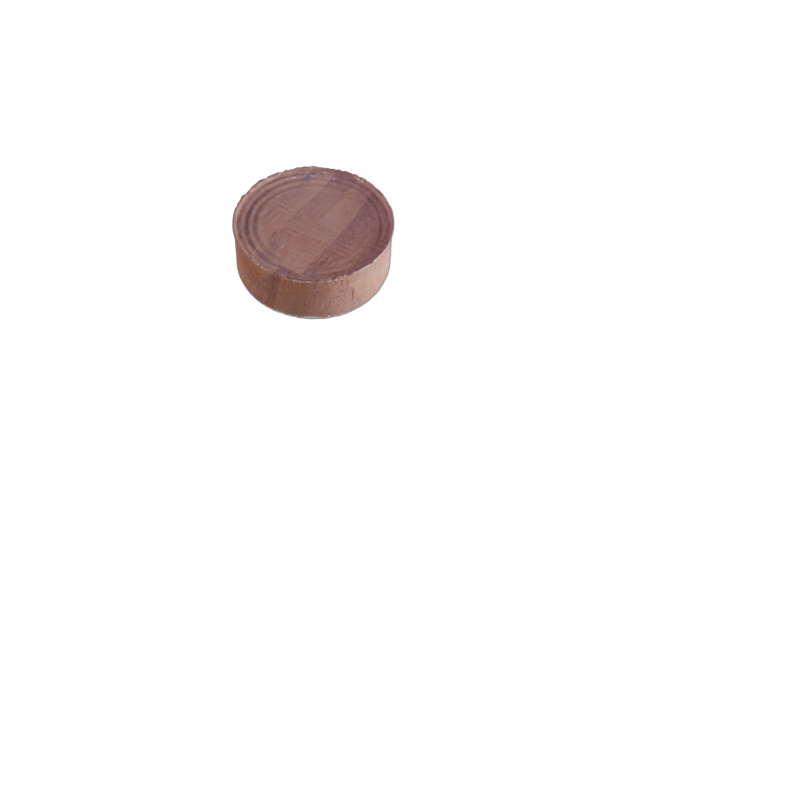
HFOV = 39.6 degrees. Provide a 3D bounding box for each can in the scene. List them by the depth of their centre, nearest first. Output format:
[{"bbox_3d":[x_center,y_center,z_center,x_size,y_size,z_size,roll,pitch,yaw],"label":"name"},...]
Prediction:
[{"bbox_3d":[-0.047,-0.085,0.596,0.086,0.092,0.031,-1,-41,-1],"label":"can"}]
